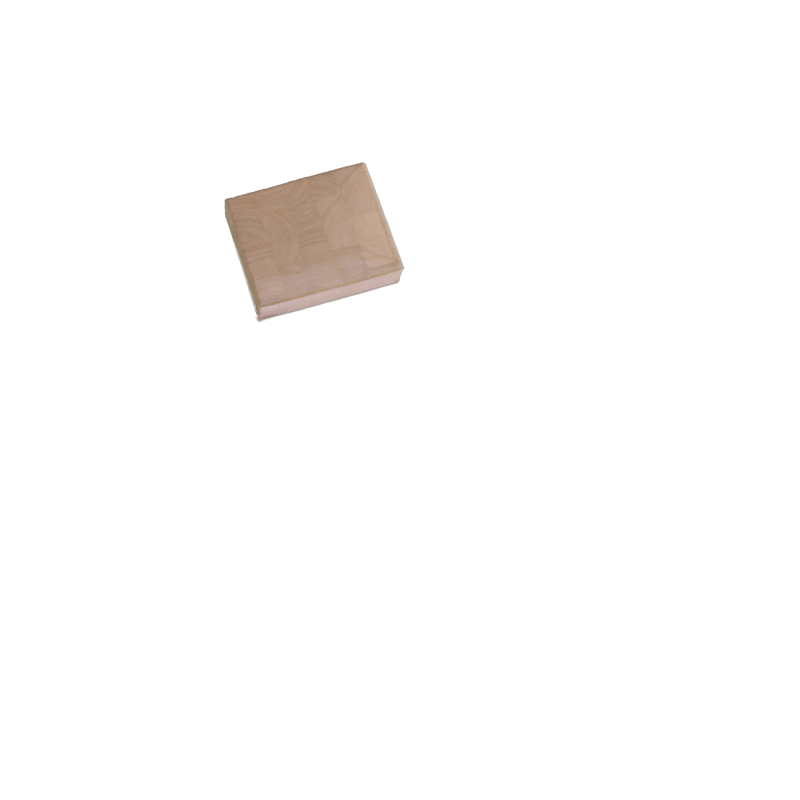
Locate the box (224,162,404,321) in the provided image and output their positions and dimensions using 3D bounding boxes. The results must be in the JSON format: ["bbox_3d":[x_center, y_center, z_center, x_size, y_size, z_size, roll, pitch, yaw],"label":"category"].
[{"bbox_3d":[-0.064,-0.117,0.819,0.113,0.095,0.037,-17,-20,-7],"label":"box"}]
